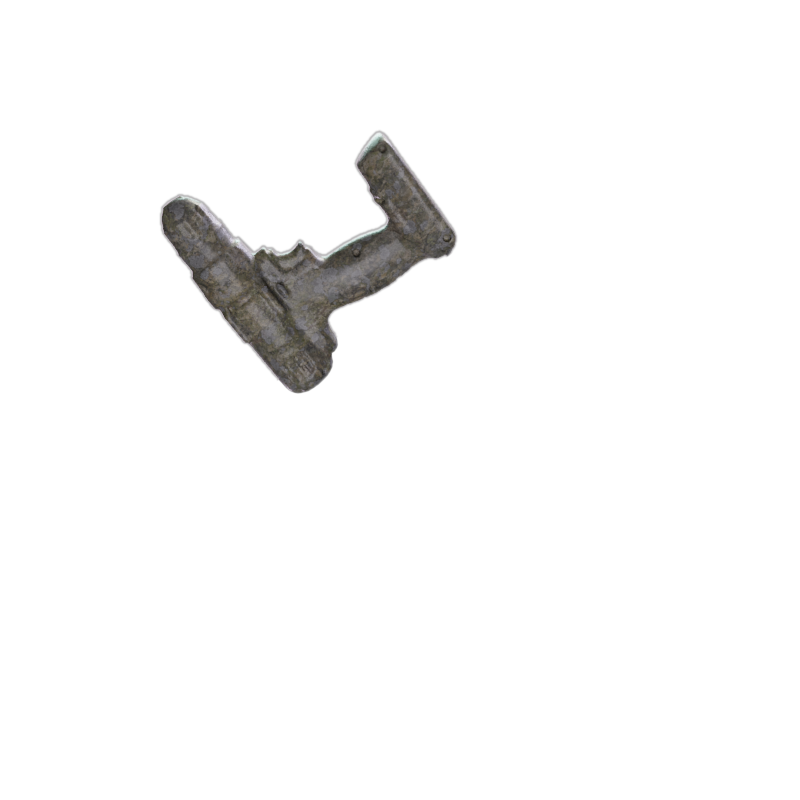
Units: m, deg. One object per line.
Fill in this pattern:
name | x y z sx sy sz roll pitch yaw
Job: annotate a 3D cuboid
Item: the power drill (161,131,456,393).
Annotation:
power drill | -0.067 -0.122 0.856 0.187 0.178 0.059 -36 13 9
